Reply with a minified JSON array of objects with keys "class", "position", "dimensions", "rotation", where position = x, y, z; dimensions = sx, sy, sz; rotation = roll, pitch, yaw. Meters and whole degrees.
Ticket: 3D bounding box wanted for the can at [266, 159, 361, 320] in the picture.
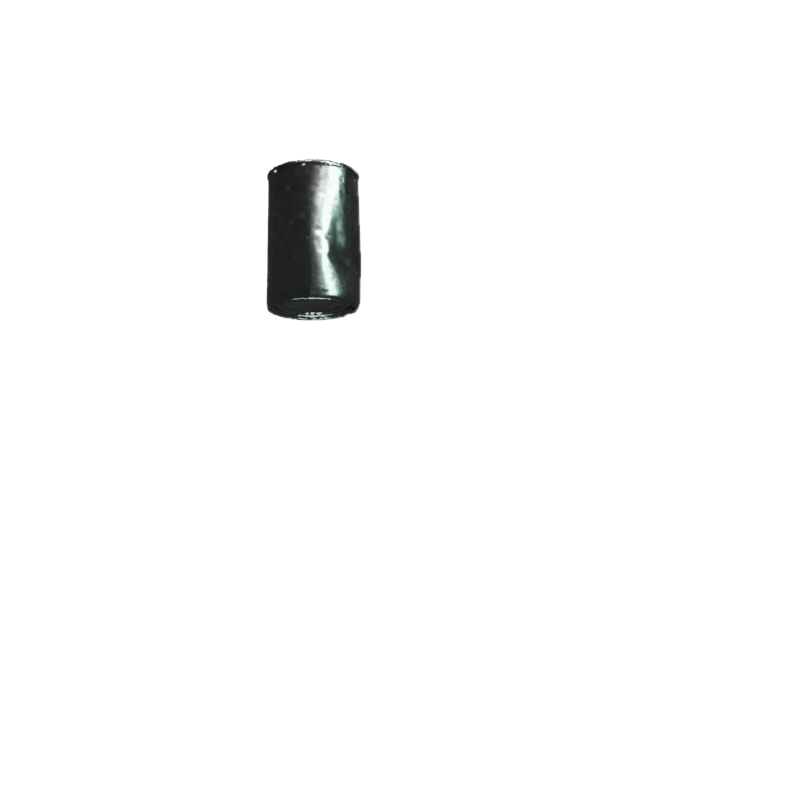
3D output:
[{"class":"can","position":[-0.063,-0.115,0.803],"dimensions":[0.068,0.106,0.066],"rotation":[0,-15,-2]}]
